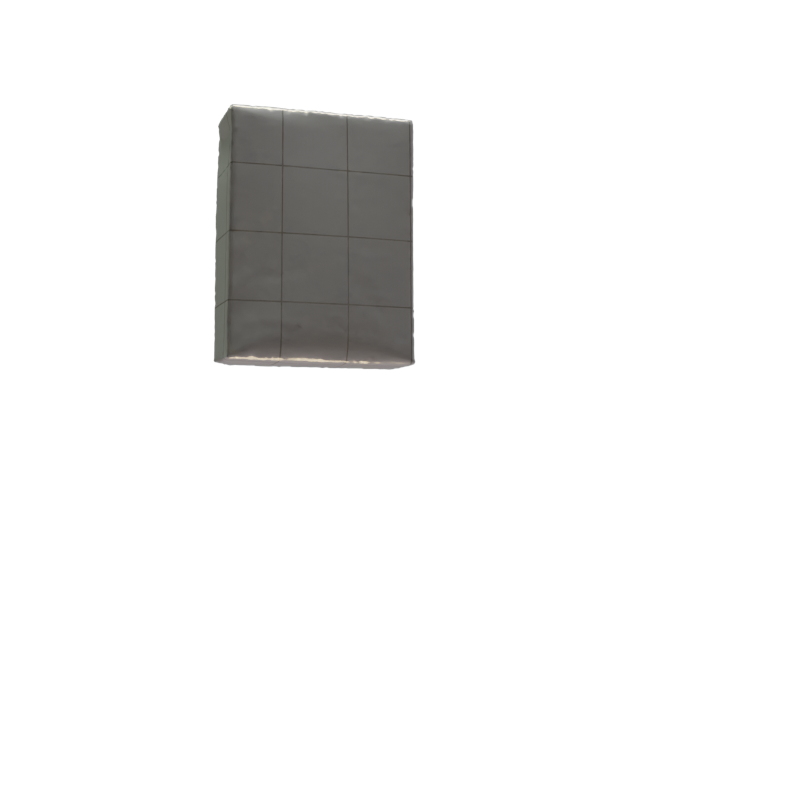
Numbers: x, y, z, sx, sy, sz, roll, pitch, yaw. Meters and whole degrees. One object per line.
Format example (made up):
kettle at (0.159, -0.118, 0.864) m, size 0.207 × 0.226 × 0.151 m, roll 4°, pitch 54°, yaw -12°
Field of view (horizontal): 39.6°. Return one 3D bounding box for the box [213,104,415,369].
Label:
box at (-0.074, -0.136, 0.950) m, size 0.160 × 0.219 × 0.072 m, roll 2°, pitch -10°, yaw -18°
